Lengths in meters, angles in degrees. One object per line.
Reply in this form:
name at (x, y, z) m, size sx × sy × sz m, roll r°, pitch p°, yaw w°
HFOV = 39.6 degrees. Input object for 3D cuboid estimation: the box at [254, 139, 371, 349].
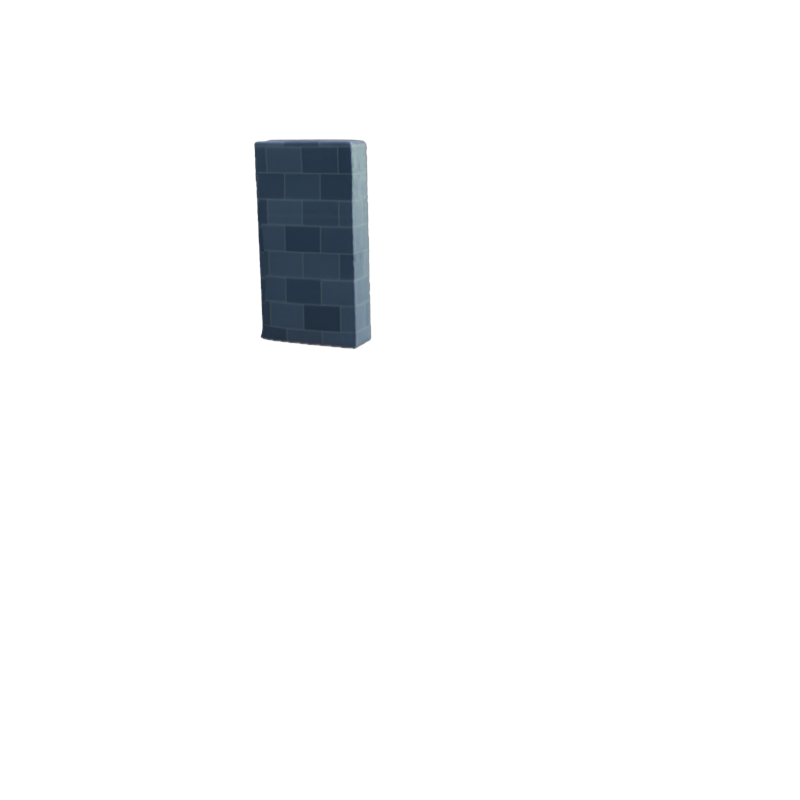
box at (-0.075, -0.137, 0.960) m, size 0.096 × 0.173 × 0.047 m, roll 4°, pitch 8°, yaw 24°
